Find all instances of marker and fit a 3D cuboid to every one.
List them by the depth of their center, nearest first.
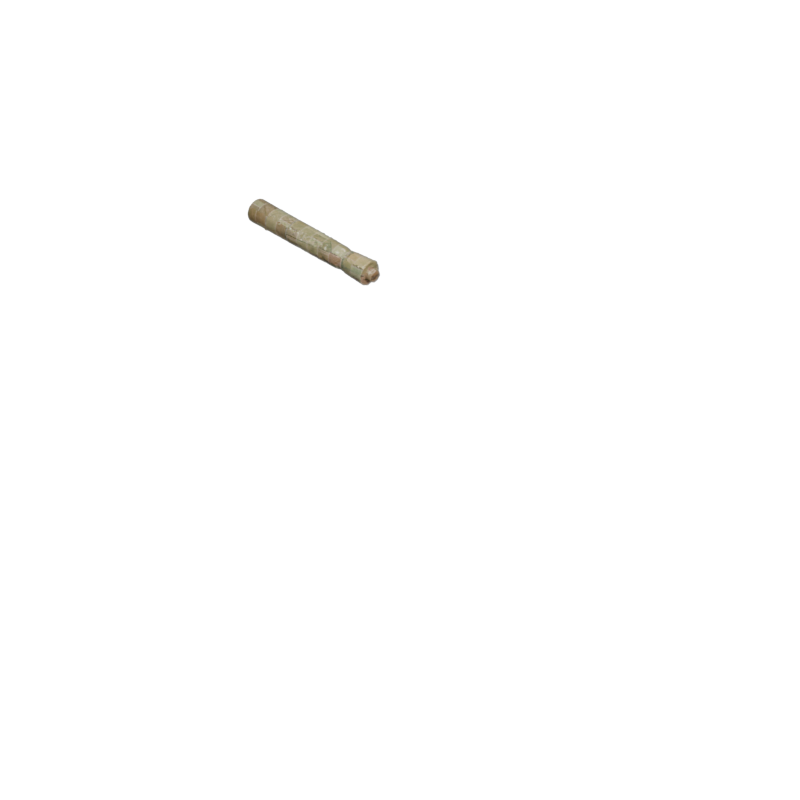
[{"bbox_3d":[-0.062,-0.113,0.791,0.129,0.019,0.019,33,22,34],"label":"marker"}]
